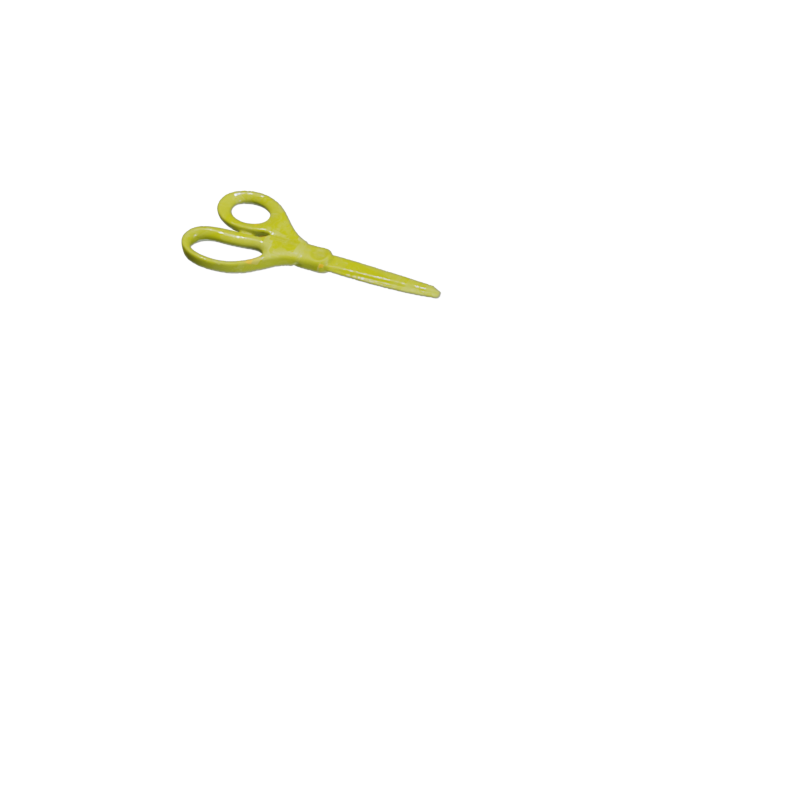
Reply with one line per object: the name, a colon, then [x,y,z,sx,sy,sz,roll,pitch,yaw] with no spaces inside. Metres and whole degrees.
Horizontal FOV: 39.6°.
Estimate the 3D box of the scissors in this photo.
scissors: [-0.068,-0.123,0.862,0.203,0.102,0.015,5,-42,5]
